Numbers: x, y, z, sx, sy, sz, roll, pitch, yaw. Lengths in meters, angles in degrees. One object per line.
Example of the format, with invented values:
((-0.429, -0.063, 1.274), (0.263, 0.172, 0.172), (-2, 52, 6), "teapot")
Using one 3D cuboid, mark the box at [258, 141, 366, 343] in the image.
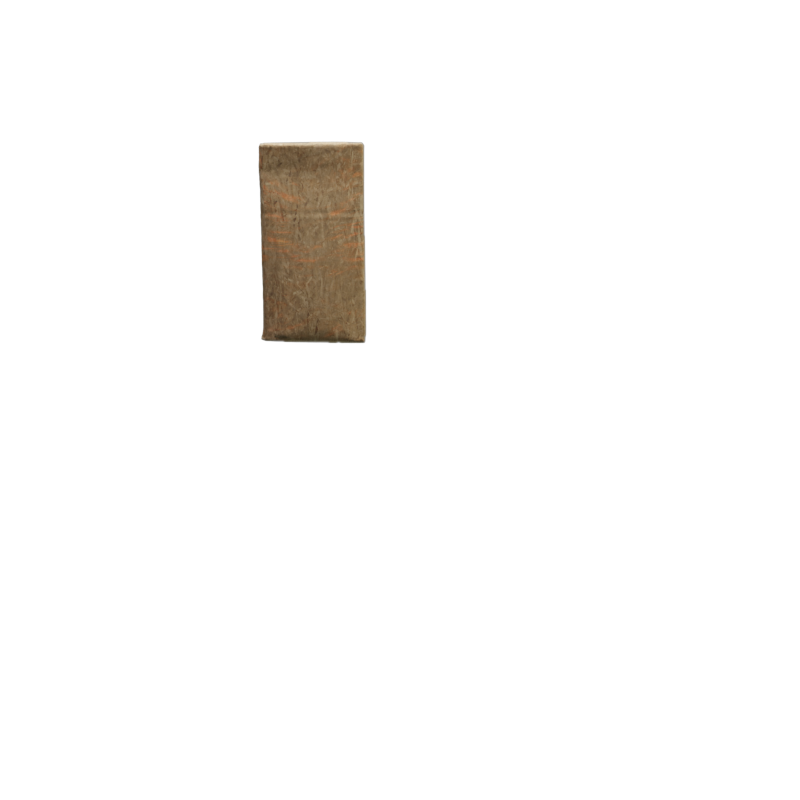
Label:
((-0.077, -0.140, 0.981), (0.094, 0.174, 0.048), (0, 4, 2), "box")
